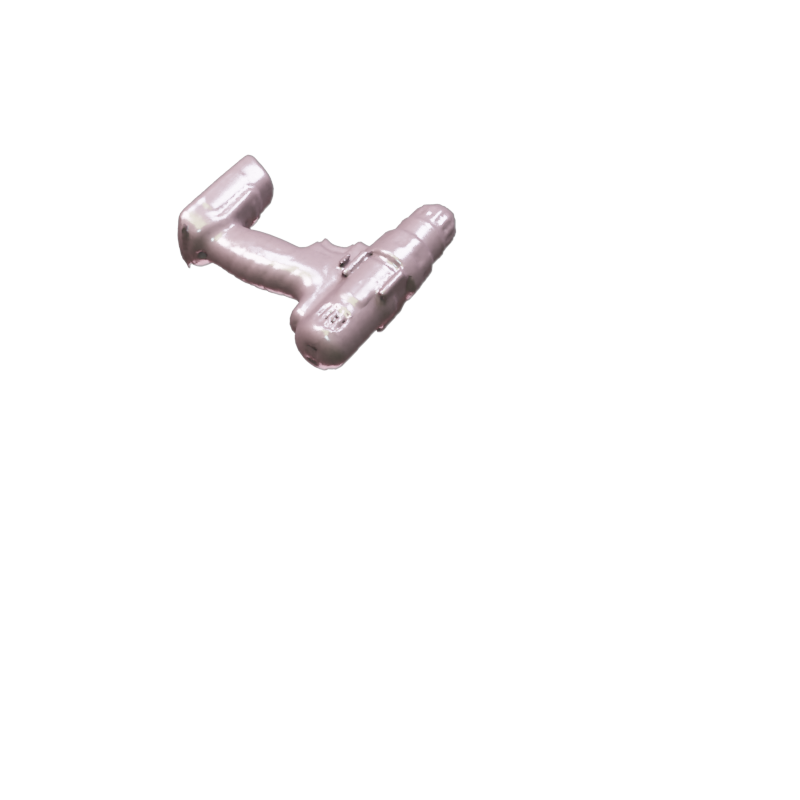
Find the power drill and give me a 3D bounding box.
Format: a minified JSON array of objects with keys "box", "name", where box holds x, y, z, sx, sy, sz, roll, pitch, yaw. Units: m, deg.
[{"box":[-0.070,-0.128,0.893,0.197,0.053,0.188,28,54,22],"name":"power drill"}]
